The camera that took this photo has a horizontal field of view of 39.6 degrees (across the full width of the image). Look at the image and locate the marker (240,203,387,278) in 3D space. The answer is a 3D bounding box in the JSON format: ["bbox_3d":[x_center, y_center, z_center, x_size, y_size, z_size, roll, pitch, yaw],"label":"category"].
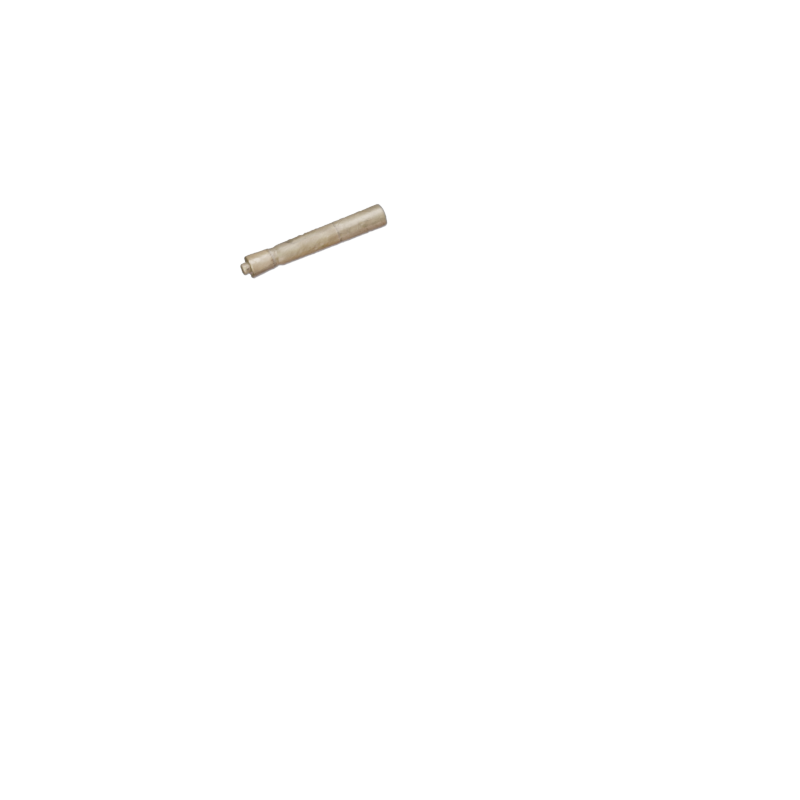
[{"bbox_3d":[-0.068,-0.123,0.864,0.120,0.019,0.020,-24,10,-14],"label":"marker"}]
